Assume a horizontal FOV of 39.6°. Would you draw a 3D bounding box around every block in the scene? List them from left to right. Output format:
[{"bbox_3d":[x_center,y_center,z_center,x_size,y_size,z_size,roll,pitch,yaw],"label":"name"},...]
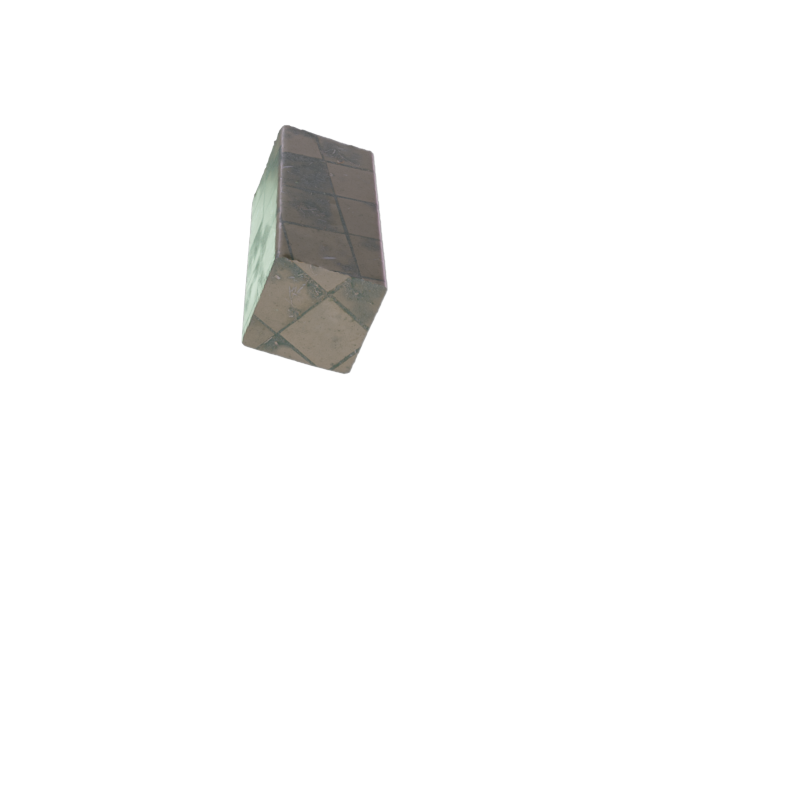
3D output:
[{"bbox_3d":[-0.072,-0.130,0.912,0.088,0.087,0.221,15,36,-15],"label":"block"}]
